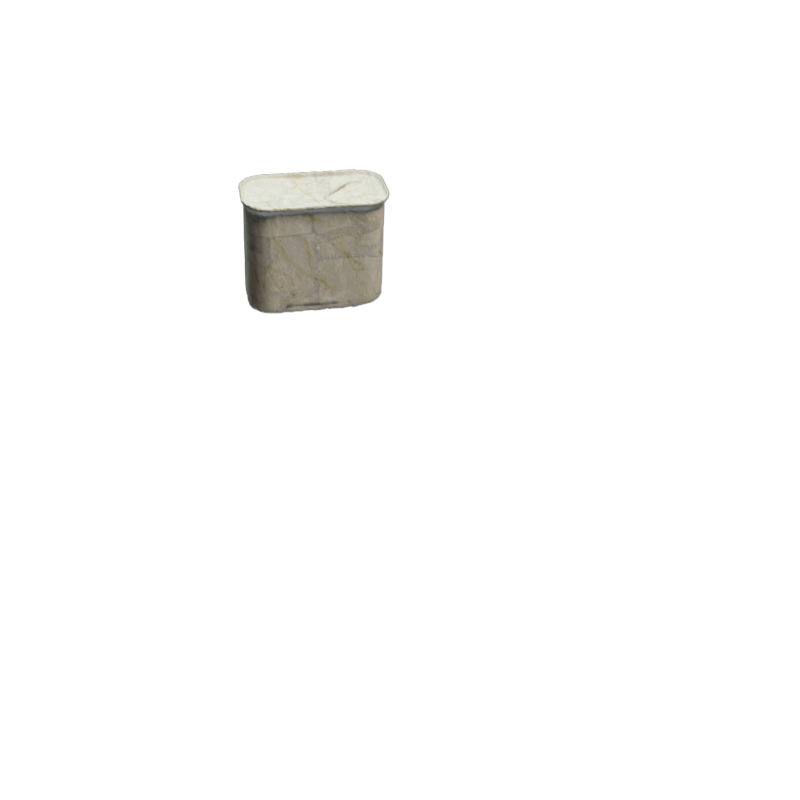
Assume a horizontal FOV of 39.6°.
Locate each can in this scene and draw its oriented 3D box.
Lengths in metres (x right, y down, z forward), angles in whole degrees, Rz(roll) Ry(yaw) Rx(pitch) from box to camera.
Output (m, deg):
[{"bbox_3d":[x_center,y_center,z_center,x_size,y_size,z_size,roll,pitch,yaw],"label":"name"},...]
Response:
[{"bbox_3d":[-0.061,-0.111,0.778,0.101,0.079,0.062,-4,31,-9],"label":"can"}]
